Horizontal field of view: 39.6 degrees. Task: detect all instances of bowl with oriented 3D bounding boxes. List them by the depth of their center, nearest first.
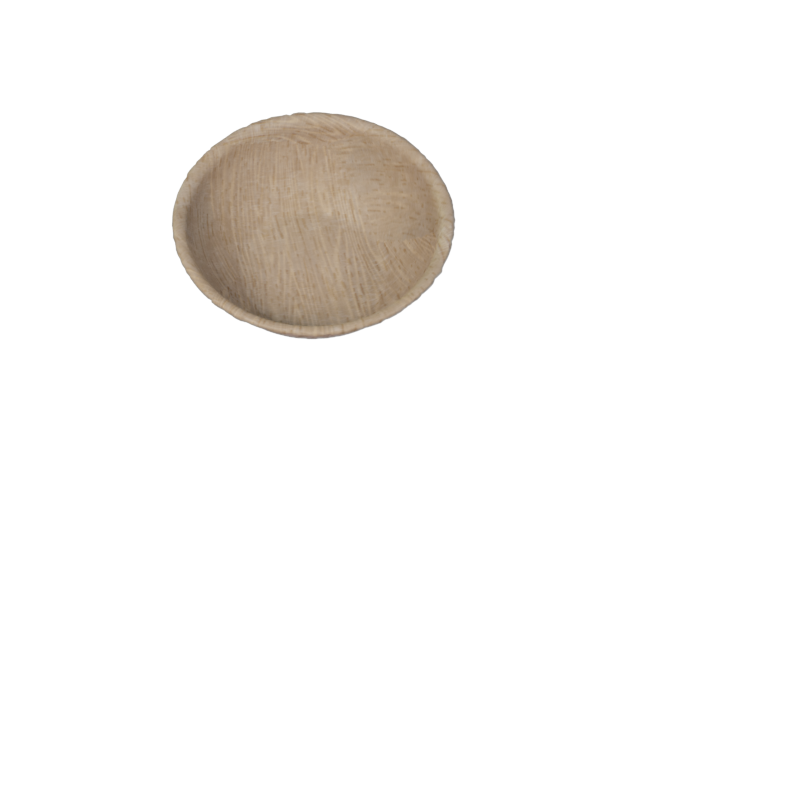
[{"bbox_3d":[-0.051,-0.094,0.655,0.162,0.173,0.051,-1,-34,-1],"label":"bowl"}]
